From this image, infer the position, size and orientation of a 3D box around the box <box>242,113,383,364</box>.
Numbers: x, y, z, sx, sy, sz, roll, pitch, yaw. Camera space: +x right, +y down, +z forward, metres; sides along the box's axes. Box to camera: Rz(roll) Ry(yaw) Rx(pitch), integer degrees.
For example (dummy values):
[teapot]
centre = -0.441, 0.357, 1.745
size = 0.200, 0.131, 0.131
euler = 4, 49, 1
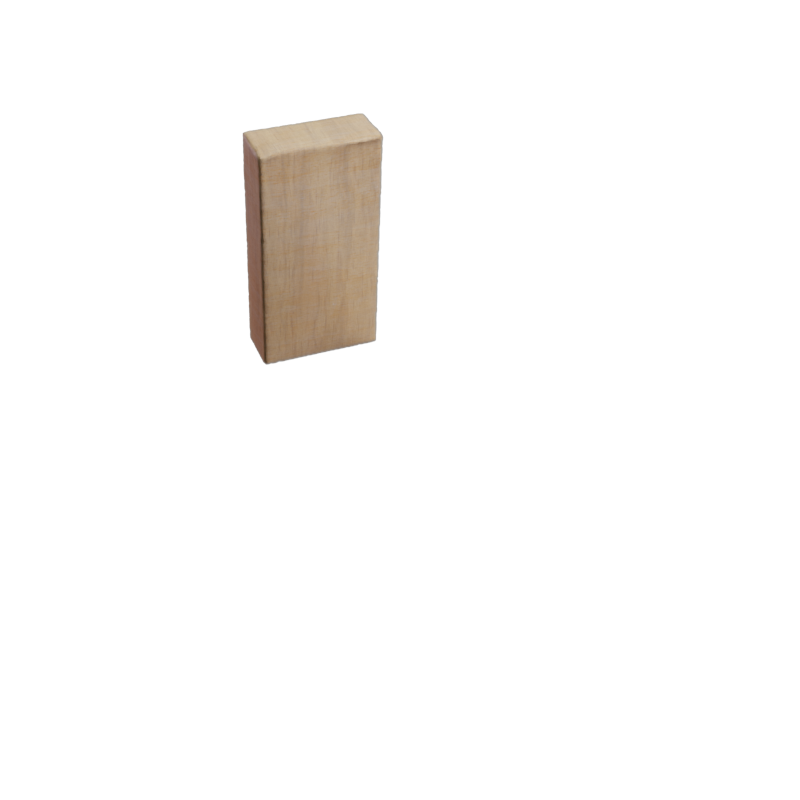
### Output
[box]
centre = -0.063, -0.115, 0.805
size = 0.092, 0.165, 0.052
euler = -12, 39, -19
